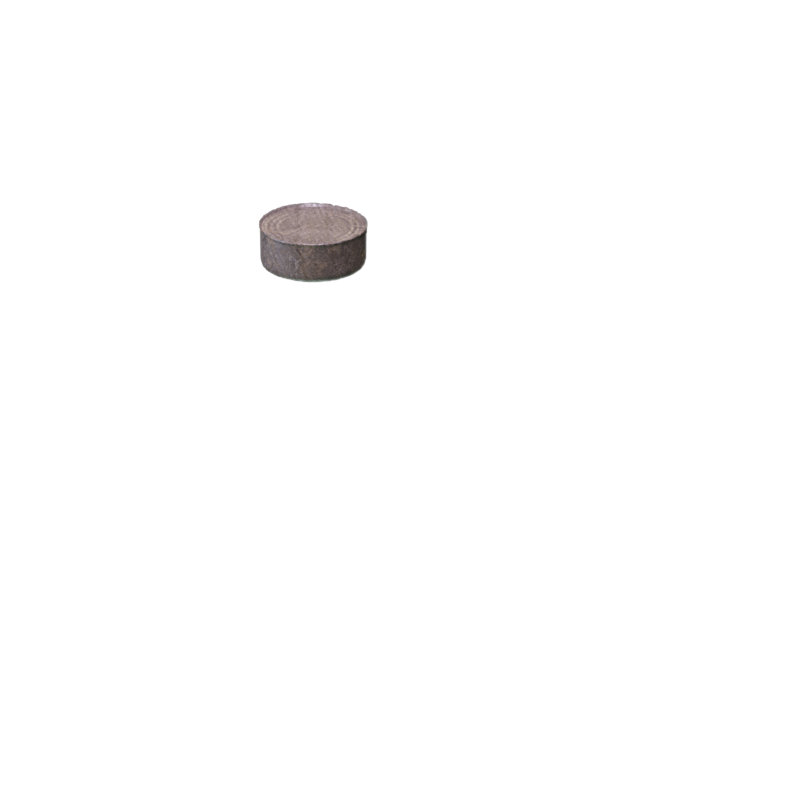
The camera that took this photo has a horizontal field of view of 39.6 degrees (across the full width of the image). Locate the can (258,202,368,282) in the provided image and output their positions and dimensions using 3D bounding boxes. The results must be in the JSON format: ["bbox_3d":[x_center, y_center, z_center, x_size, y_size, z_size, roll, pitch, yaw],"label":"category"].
[{"bbox_3d":[-0.069,-0.125,0.876,0.086,0.032,0.091,-1,29,-2],"label":"can"}]
